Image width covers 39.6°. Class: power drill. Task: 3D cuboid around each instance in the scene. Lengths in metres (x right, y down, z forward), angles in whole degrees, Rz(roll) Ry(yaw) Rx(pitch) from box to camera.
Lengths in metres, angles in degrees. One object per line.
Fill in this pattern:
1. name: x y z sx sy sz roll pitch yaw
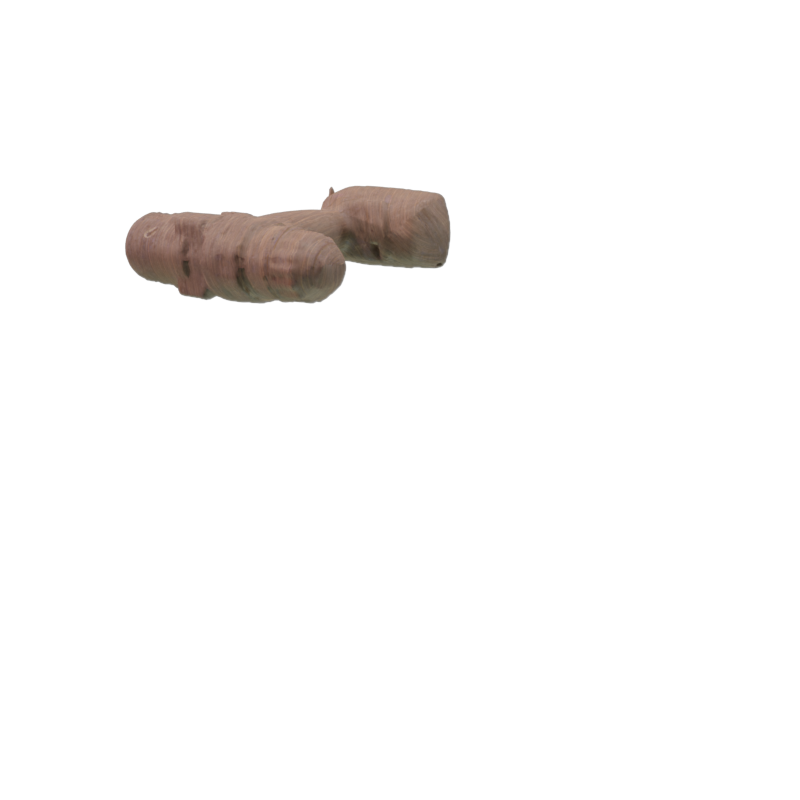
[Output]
1. power drill: -0.056 -0.101 0.710 0.183 0.056 0.194 -14 21 -43
